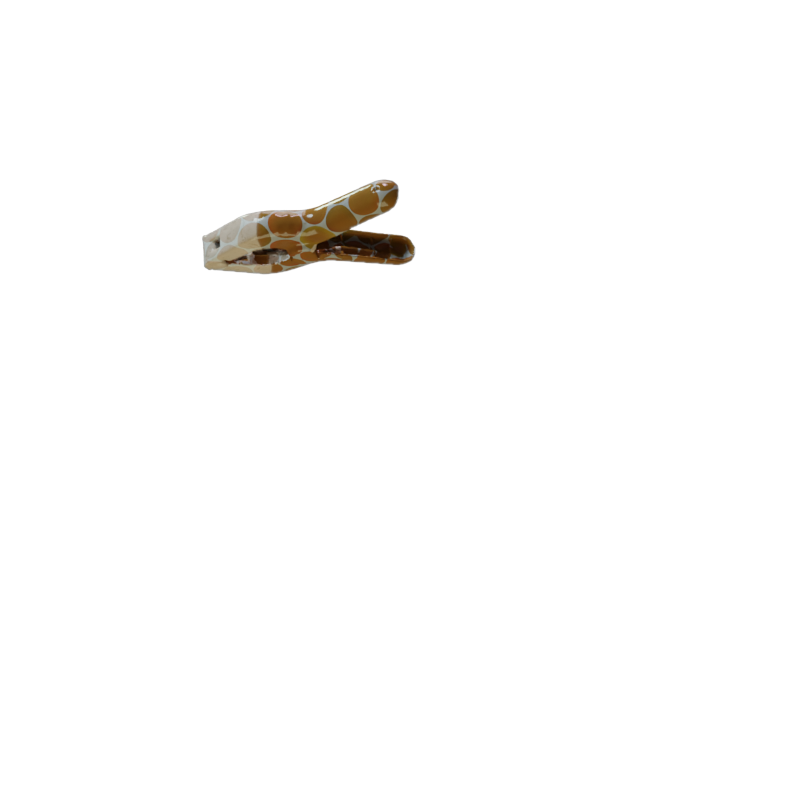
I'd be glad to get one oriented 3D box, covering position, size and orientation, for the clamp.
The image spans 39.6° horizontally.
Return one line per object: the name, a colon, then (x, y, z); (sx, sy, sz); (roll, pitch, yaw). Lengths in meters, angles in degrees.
clamp: (-0.069, -0.127, 0.886); (0.174, 0.042, 0.111); (-8, -26, 16)
